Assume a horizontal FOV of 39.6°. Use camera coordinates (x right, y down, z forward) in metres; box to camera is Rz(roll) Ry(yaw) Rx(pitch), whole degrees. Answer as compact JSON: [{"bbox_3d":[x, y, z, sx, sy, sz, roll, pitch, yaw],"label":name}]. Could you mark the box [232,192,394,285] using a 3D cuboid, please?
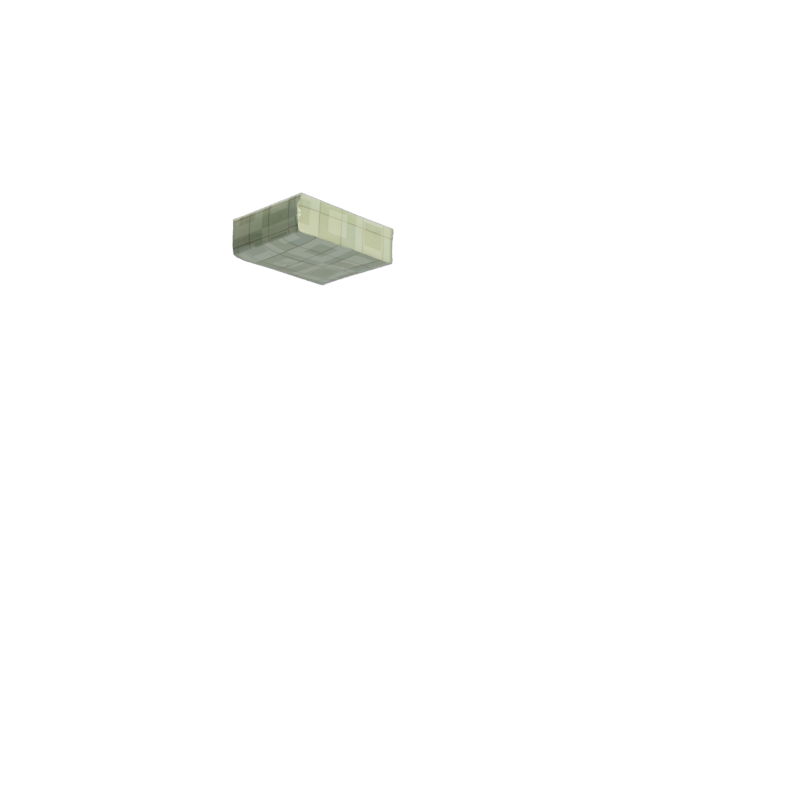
[{"bbox_3d":[-0.075,-0.137,0.957,0.107,0.040,0.091,13,-19,-43],"label":"box"}]
